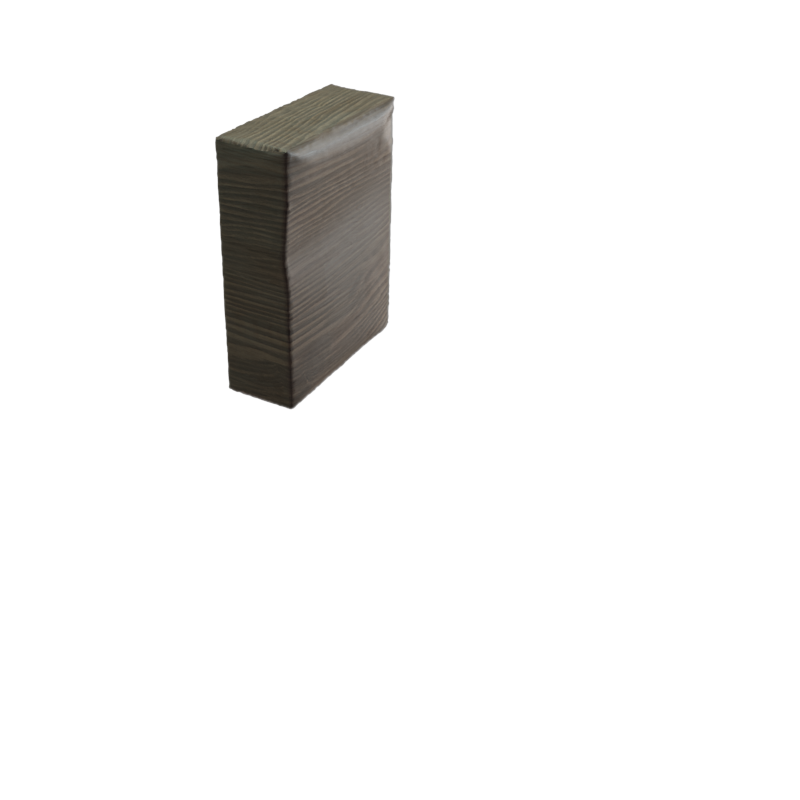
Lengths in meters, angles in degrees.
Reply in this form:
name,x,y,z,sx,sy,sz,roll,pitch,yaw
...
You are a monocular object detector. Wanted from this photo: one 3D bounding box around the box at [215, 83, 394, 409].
name,x,y,z,sx,sy,sz,roll,pitch,yaw
box,-0.069,-0.127,0.887,0.075,0.202,0.166,15,31,24
